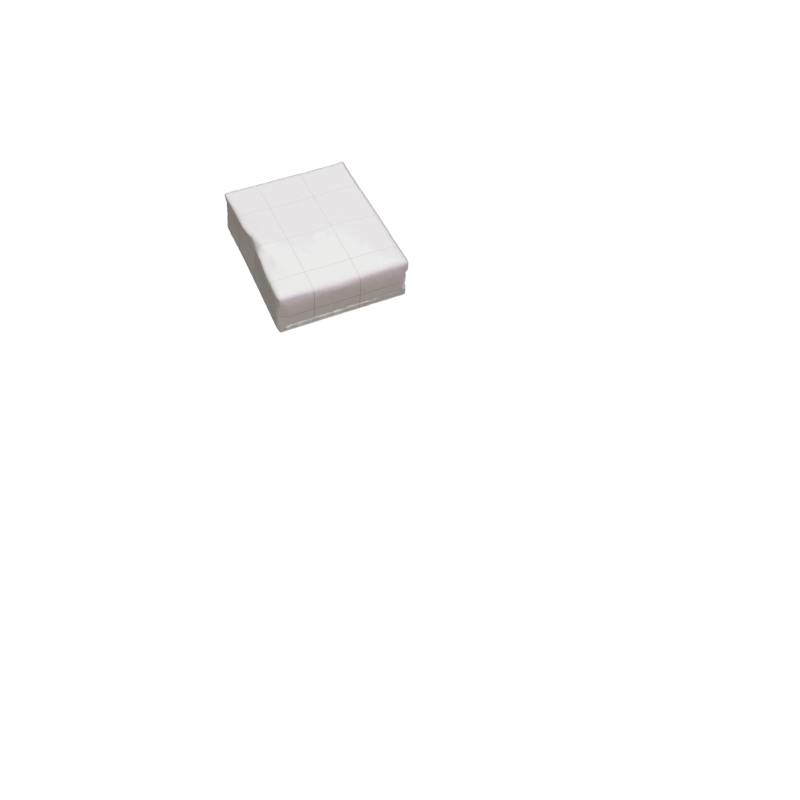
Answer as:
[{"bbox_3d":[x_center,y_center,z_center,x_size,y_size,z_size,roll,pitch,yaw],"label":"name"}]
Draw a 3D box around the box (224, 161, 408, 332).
[{"bbox_3d":[-0.047,-0.086,0.603,0.072,0.097,0.028,-18,-38,-15],"label":"box"}]
